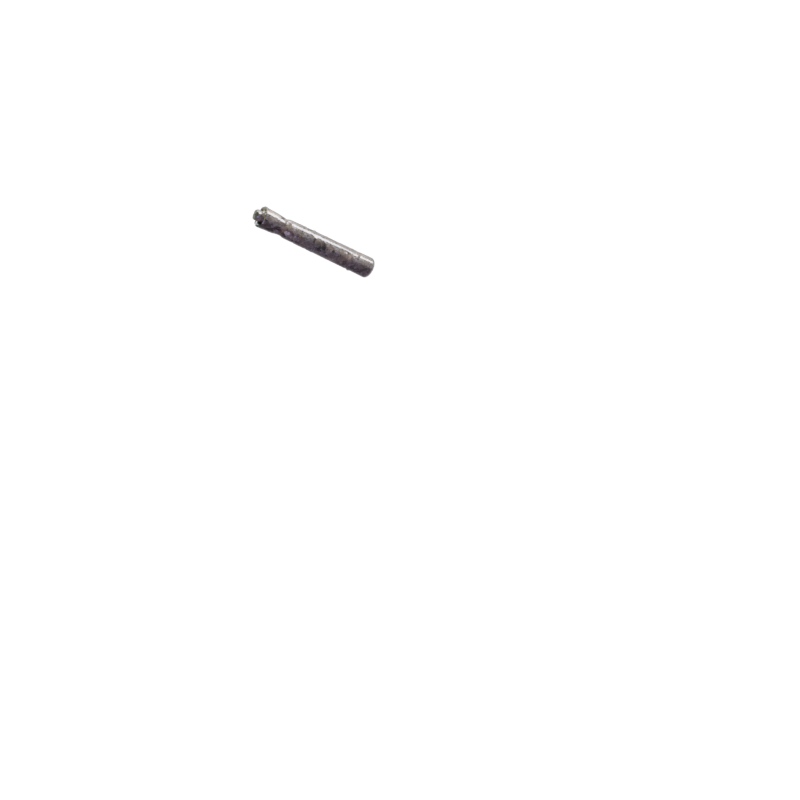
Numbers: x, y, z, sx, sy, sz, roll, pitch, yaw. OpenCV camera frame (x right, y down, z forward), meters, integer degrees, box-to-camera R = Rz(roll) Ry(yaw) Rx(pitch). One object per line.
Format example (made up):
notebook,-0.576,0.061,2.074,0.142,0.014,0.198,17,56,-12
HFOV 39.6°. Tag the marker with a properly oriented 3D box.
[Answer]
marker,-0.075,-0.136,0.955,0.115,0.020,0.020,23,-8,-28
